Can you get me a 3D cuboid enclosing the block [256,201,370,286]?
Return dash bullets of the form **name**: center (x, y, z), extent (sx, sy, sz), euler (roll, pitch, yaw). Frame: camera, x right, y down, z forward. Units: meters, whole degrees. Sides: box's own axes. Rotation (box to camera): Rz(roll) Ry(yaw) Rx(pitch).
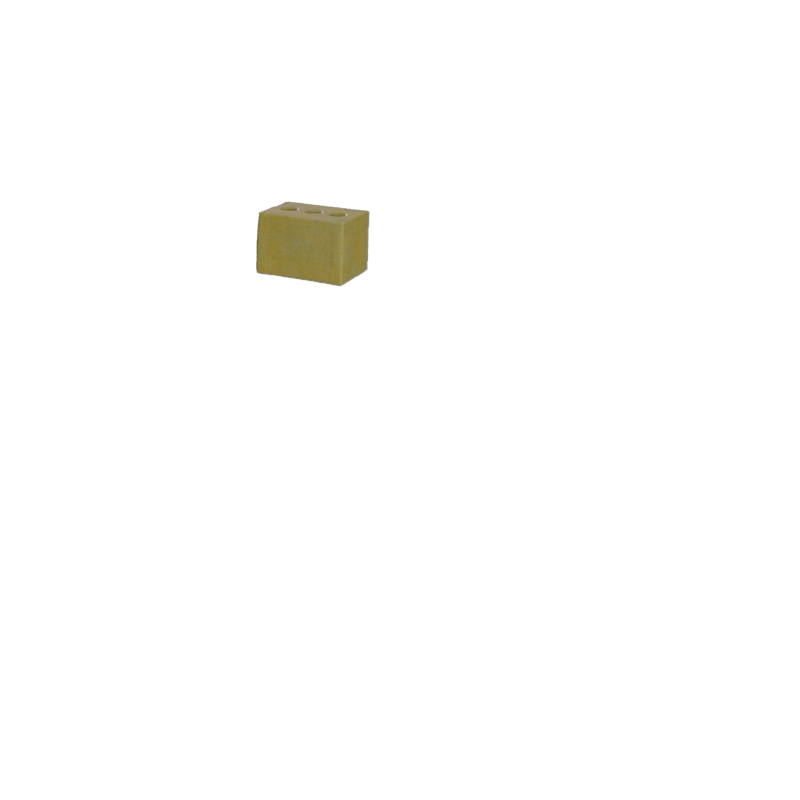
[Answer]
- **block**: center (-0.070, -0.127, 0.890), extent (0.081, 0.049, 0.053), euler (10, 21, 24)
